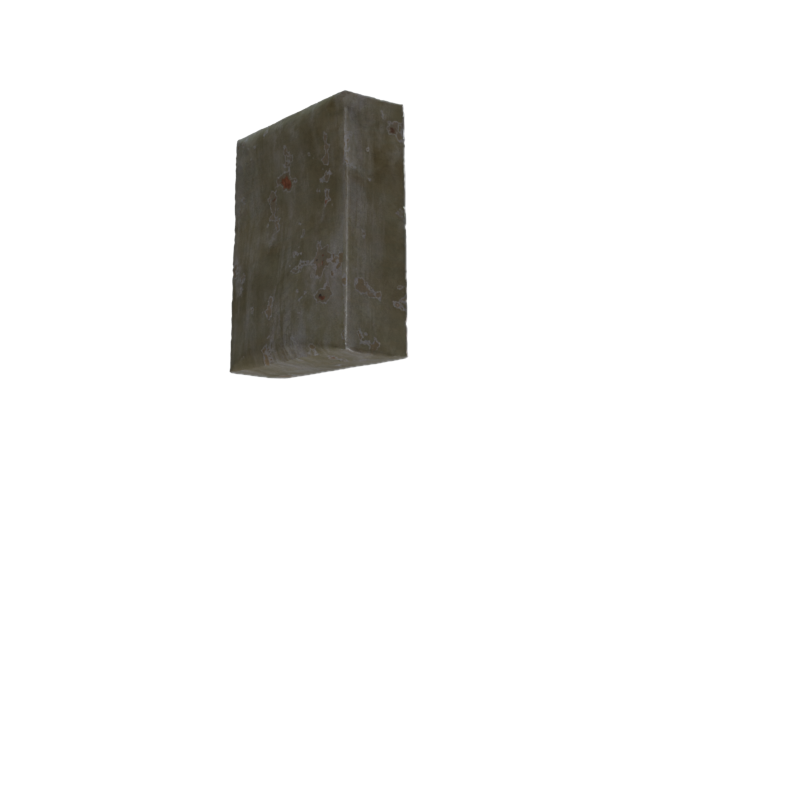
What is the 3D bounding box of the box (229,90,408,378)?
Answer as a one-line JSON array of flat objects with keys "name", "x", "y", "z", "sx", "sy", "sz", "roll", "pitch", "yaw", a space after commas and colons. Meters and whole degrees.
[{"name": "box", "x": -0.073, "y": -0.133, "z": 0.930, "sx": 0.068, "sy": 0.220, "sz": 0.167, "roll": 10, "pitch": -15, "yaw": -39}]
